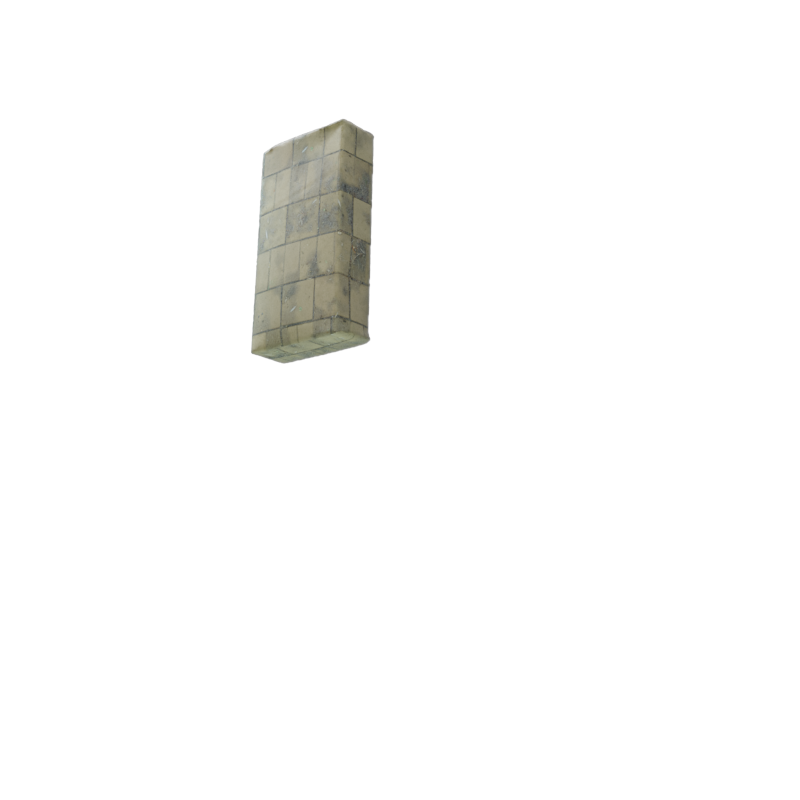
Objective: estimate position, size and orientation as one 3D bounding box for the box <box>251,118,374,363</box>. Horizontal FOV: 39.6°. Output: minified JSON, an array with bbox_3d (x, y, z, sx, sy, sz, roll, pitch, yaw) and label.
[{"bbox_3d":[-0.068,-0.124,0.870,0.095,0.184,0.045,-16,-24,37],"label":"box"}]
